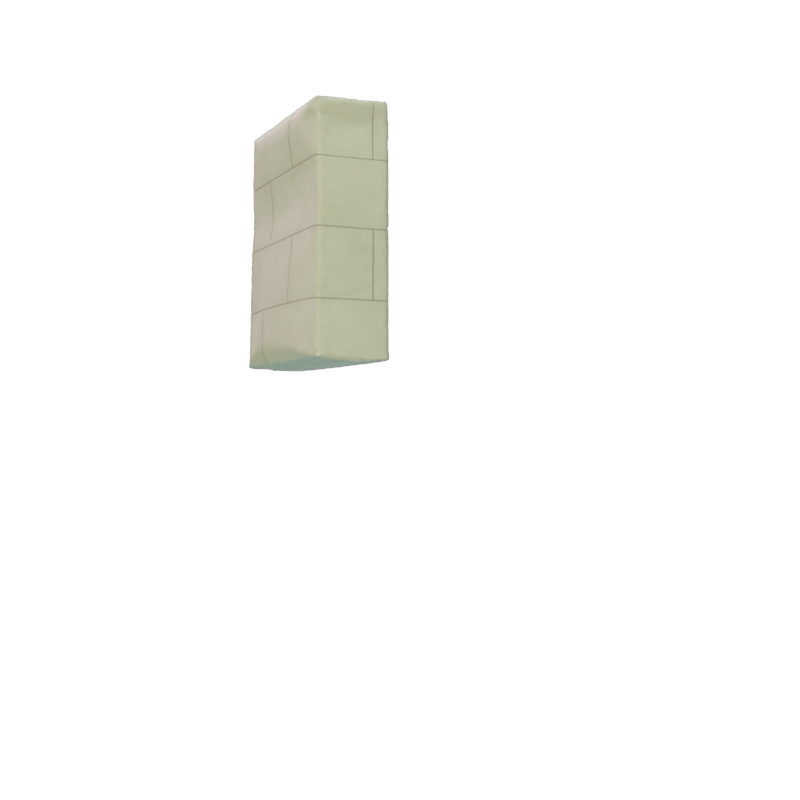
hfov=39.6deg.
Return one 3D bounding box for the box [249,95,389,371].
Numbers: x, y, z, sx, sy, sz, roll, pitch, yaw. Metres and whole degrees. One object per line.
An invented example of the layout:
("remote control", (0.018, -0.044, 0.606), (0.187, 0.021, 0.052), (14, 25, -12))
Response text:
("box", (-0.074, -0.135, 0.946), (0.070, 0.218, 0.166), (3, -7, -25))
